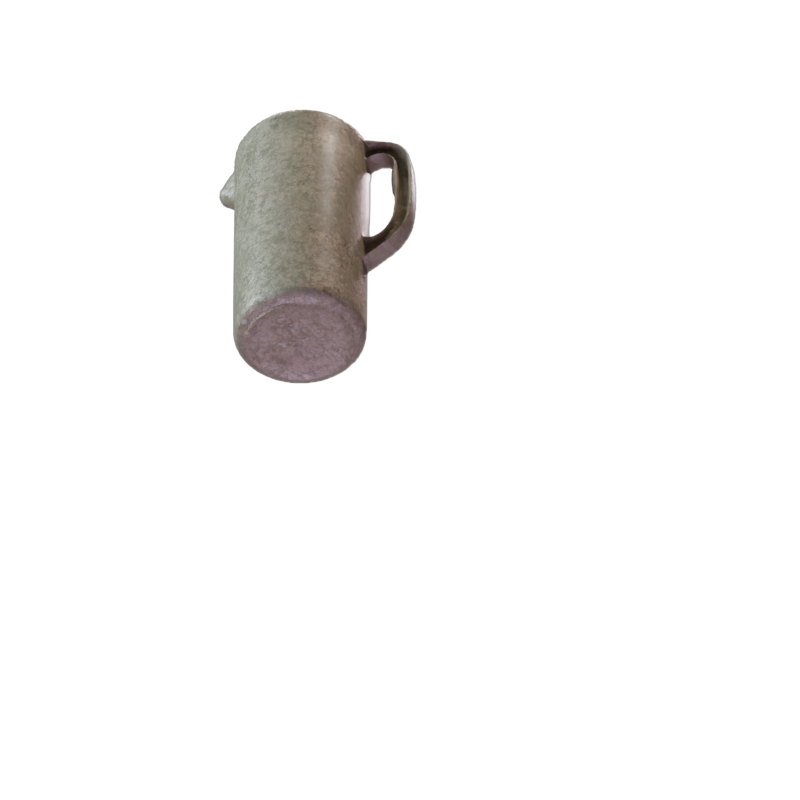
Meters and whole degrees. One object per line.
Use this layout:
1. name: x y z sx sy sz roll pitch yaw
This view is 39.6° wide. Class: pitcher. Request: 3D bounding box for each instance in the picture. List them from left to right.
1. pitcher: -0.076 -0.139 0.972 0.139 0.261 0.144 21 -50 -22
